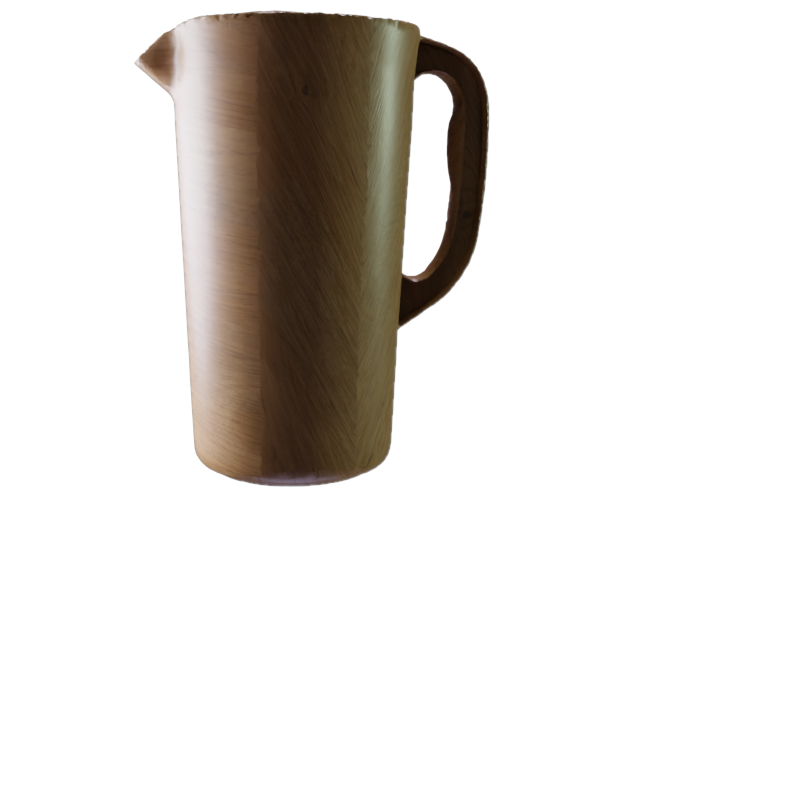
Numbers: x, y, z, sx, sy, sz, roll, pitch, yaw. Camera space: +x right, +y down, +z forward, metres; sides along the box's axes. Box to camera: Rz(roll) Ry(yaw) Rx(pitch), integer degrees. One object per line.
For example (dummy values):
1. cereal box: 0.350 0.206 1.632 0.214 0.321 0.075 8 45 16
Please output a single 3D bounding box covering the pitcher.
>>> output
1. pitcher: -0.047 -0.085 0.599 0.155 0.239 0.141 5 9 33
